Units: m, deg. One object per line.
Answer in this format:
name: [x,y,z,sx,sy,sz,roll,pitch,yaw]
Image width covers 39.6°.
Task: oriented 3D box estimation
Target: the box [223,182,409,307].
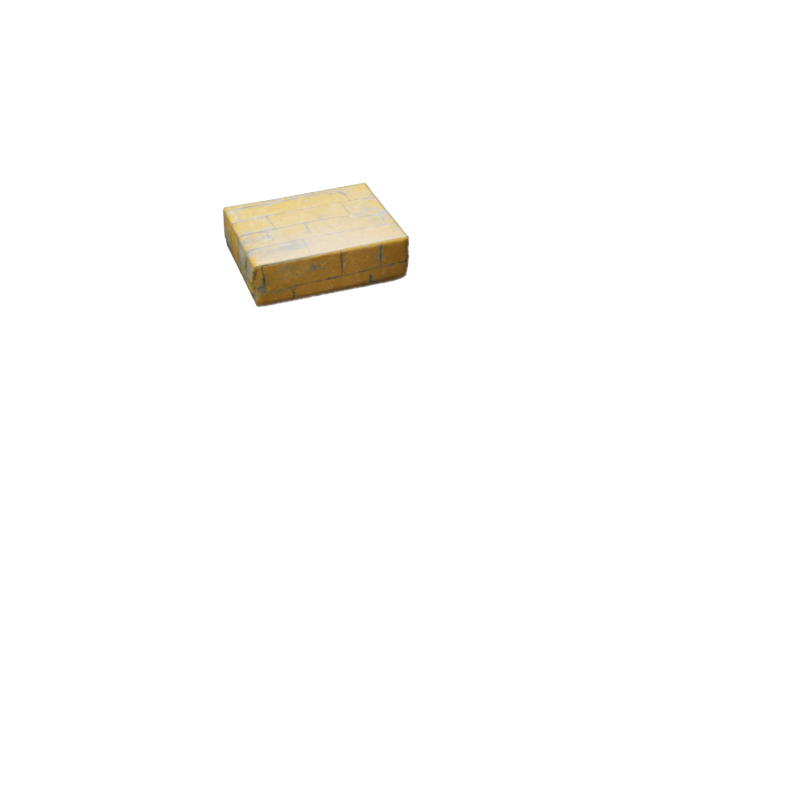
box: [-0.061,-0.112,0.785,0.112,0.036,0.097,-11,37,-16]
